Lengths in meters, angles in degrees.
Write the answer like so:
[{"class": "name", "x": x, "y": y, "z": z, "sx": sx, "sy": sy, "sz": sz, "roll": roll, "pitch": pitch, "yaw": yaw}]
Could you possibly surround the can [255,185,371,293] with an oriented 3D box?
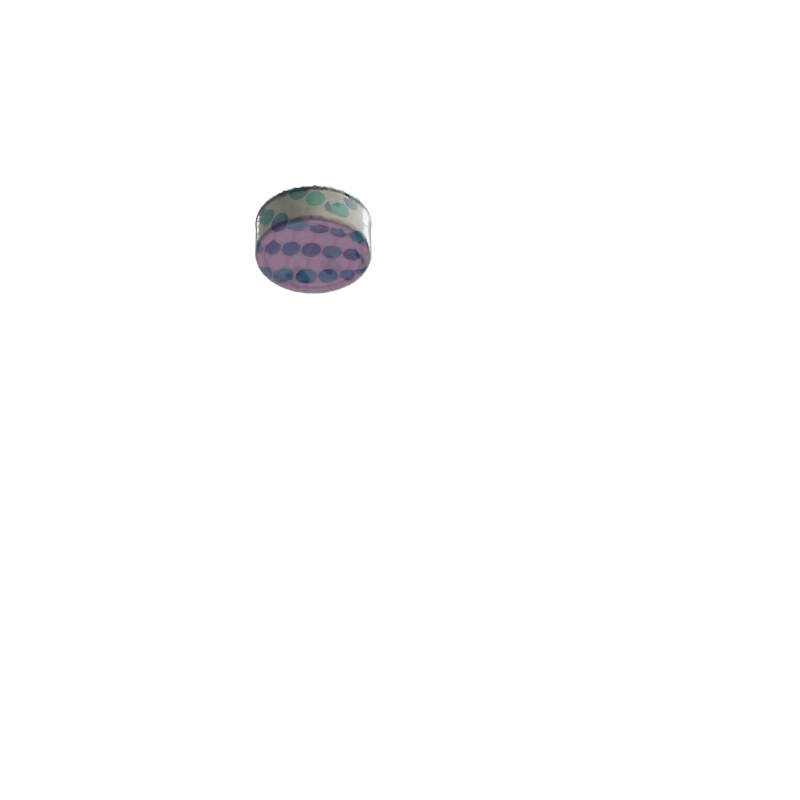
[{"class": "can", "x": -0.063, "y": -0.115, "z": 0.808, "sx": 0.086, "sy": 0.036, "sz": 0.080, "roll": 1, "pitch": -36, "yaw": -2}]
